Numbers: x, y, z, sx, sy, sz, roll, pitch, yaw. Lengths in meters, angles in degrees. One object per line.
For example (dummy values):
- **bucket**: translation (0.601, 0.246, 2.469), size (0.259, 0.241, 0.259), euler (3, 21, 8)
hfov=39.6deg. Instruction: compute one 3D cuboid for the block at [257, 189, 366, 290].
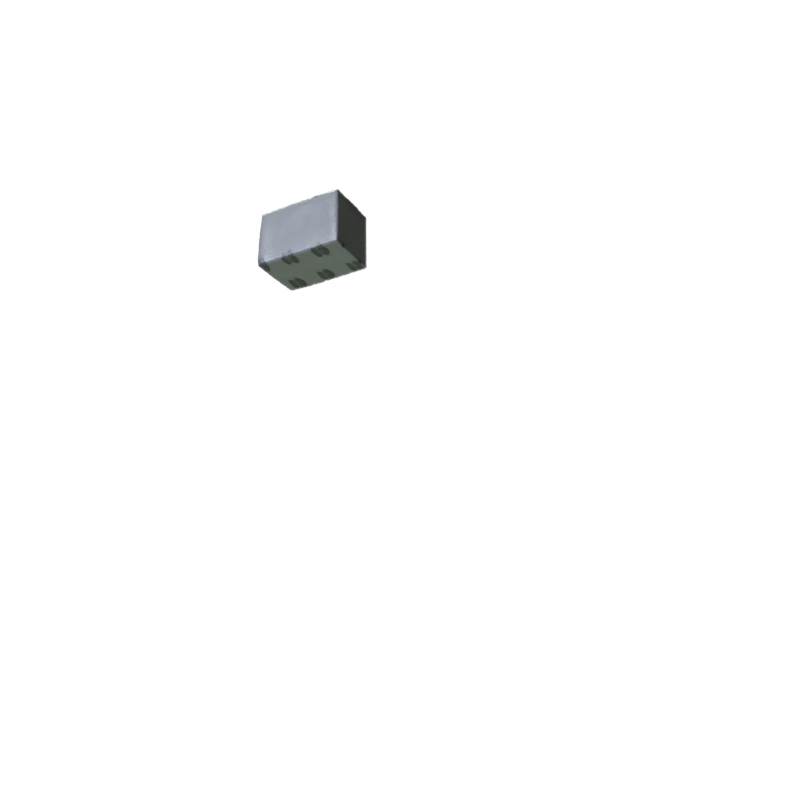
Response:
- **block**: translation (-0.073, -0.133, 0.933), size (0.079, 0.054, 0.049), euler (-15, -31, 25)
